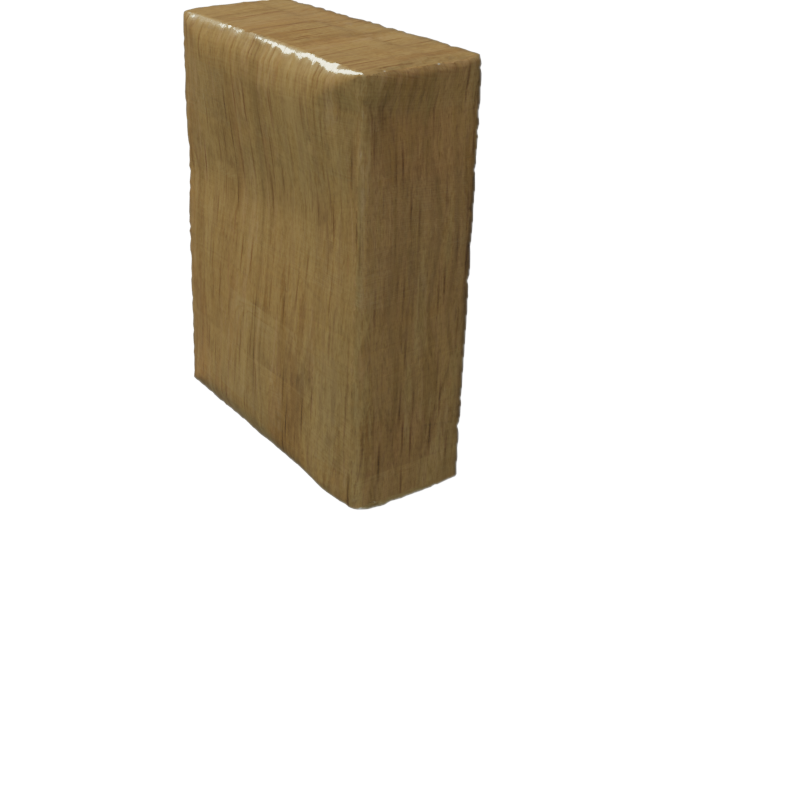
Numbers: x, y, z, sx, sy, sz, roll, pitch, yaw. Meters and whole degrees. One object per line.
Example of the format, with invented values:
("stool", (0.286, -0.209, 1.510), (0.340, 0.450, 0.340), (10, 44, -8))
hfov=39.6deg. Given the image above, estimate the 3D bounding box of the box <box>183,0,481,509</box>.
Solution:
("box", (-0.043, -0.079, 0.553), (0.070, 0.203, 0.176), (-15, 30, -32))
